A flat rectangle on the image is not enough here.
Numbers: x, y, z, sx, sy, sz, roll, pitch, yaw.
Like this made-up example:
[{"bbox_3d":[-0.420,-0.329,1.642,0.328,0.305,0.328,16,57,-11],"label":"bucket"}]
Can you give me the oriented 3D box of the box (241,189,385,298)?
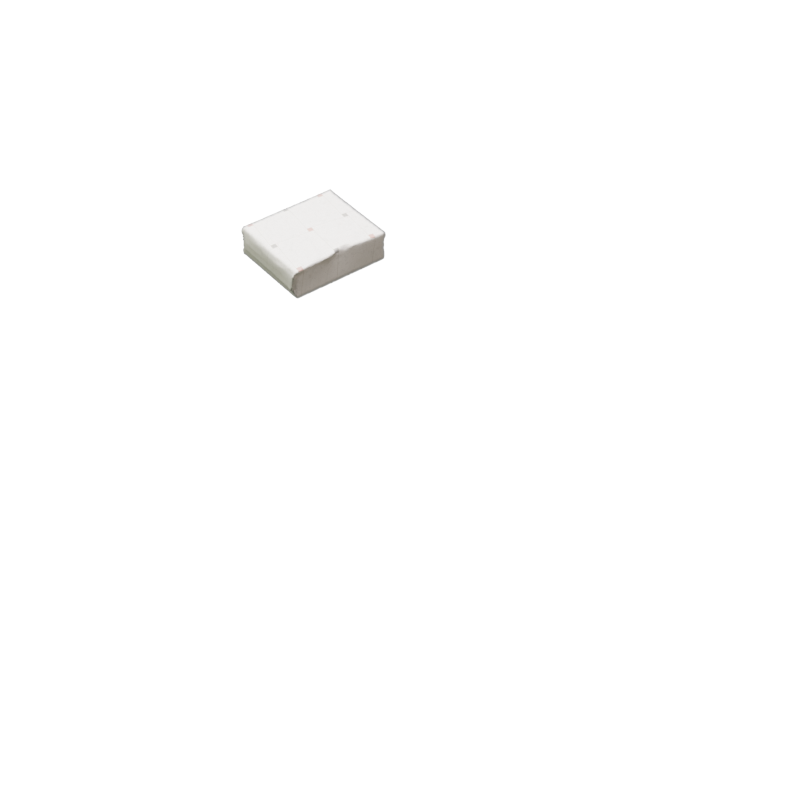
[{"bbox_3d":[-0.068,-0.124,0.869,0.089,0.028,0.079,-27,48,-27],"label":"box"}]
